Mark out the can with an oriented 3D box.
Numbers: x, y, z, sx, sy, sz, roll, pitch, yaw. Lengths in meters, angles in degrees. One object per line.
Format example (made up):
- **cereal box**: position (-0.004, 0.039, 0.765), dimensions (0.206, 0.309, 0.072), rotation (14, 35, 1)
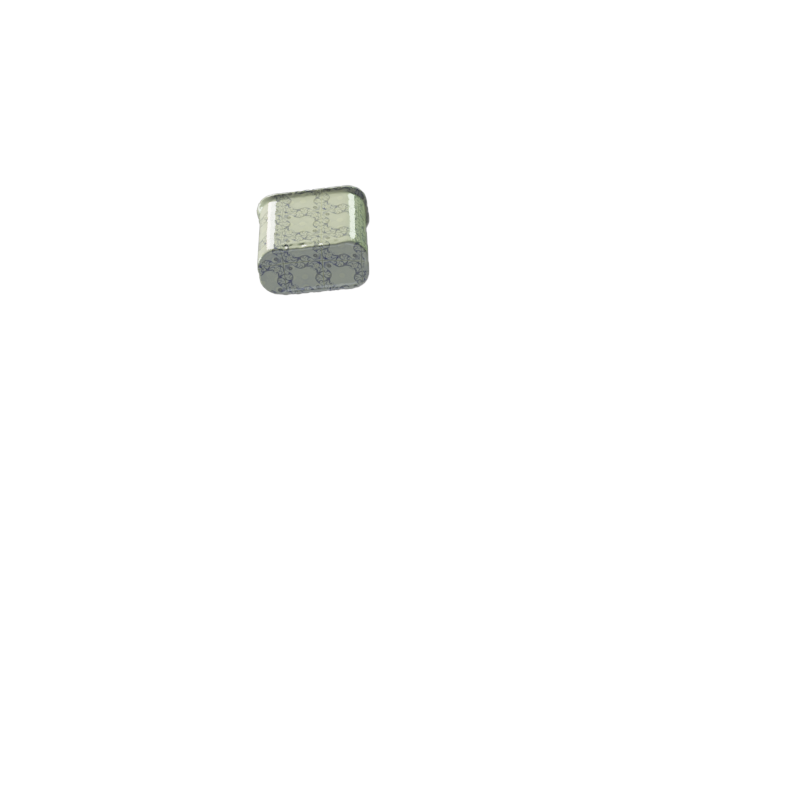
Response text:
- **can**: position (-0.078, -0.141, 0.989), dimensions (0.102, 0.053, 0.090), rotation (-6, 42, 4)
